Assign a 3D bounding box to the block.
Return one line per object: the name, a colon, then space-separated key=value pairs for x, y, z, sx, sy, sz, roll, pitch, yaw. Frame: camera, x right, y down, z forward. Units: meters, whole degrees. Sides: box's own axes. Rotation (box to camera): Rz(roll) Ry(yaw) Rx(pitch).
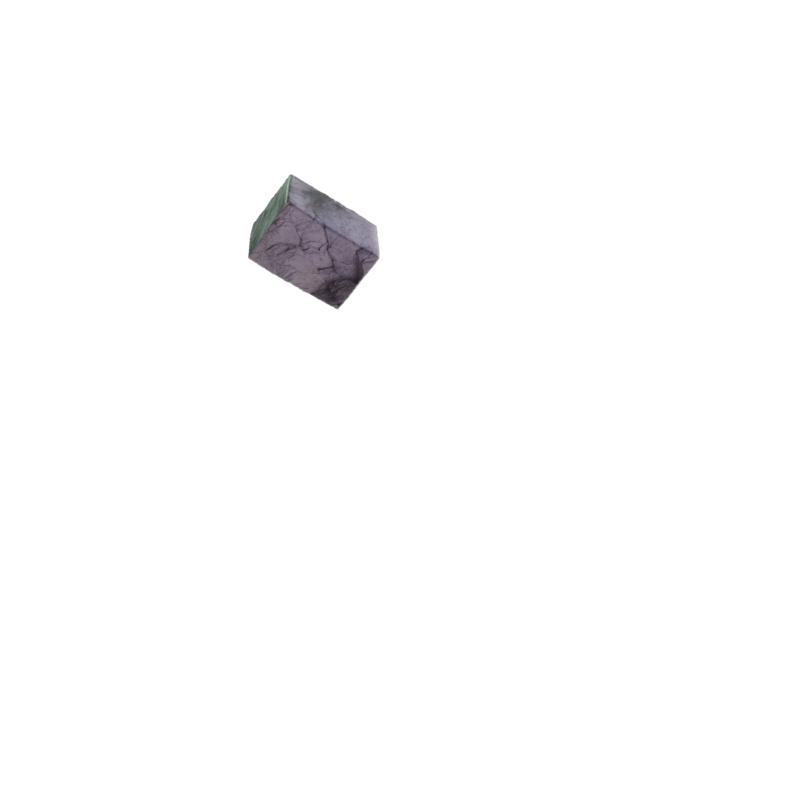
block: x=-0.061 y=-0.111 z=0.778 sx=0.075 sy=0.051 sz=0.054 roll=30 pitch=26 yaw=-18
